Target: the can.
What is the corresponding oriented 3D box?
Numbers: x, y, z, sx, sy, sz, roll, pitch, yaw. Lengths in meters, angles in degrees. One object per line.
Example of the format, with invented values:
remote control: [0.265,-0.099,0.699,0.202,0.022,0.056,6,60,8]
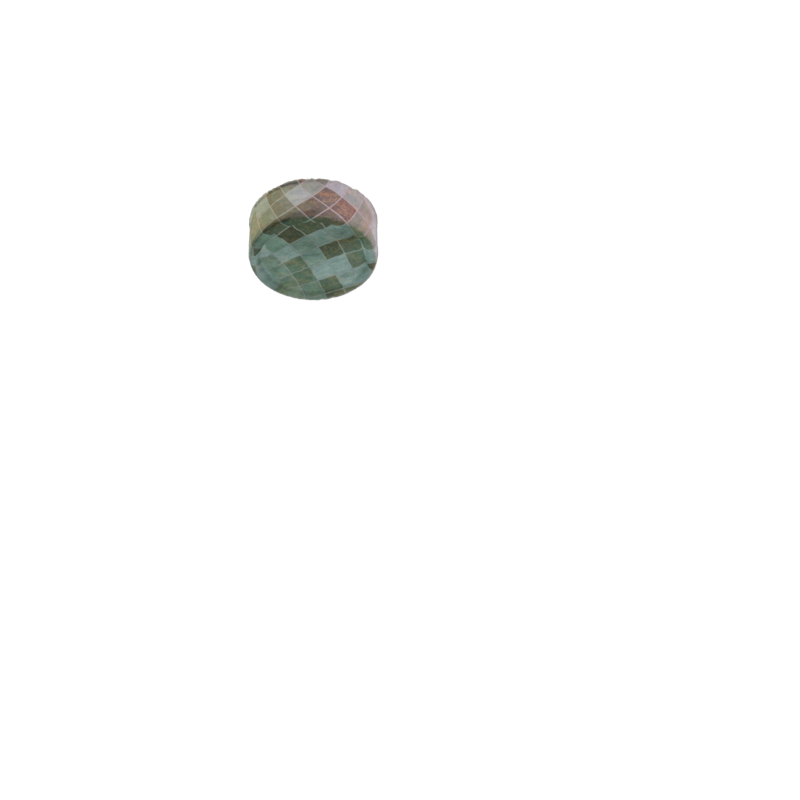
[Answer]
can: [-0.057,-0.104,0.728,0.086,0.036,0.080,1,-38,-2]
